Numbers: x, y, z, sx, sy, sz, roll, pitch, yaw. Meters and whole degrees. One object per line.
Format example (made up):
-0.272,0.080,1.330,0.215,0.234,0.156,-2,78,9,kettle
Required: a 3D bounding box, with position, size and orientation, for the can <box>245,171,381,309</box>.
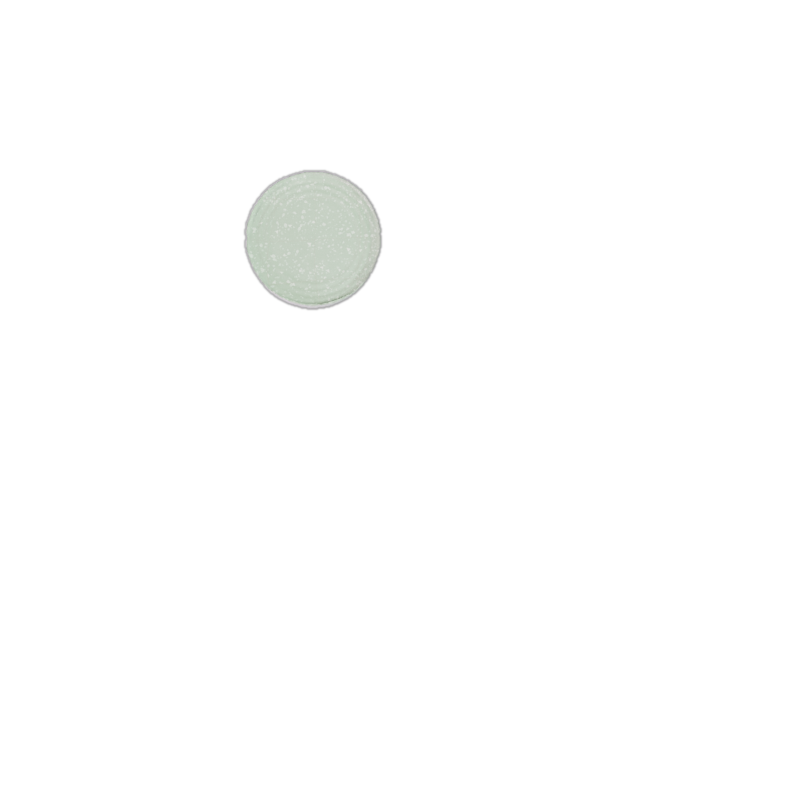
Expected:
-0.056,-0.102,0.712,0.086,0.088,0.033,0,-8,-1,can
